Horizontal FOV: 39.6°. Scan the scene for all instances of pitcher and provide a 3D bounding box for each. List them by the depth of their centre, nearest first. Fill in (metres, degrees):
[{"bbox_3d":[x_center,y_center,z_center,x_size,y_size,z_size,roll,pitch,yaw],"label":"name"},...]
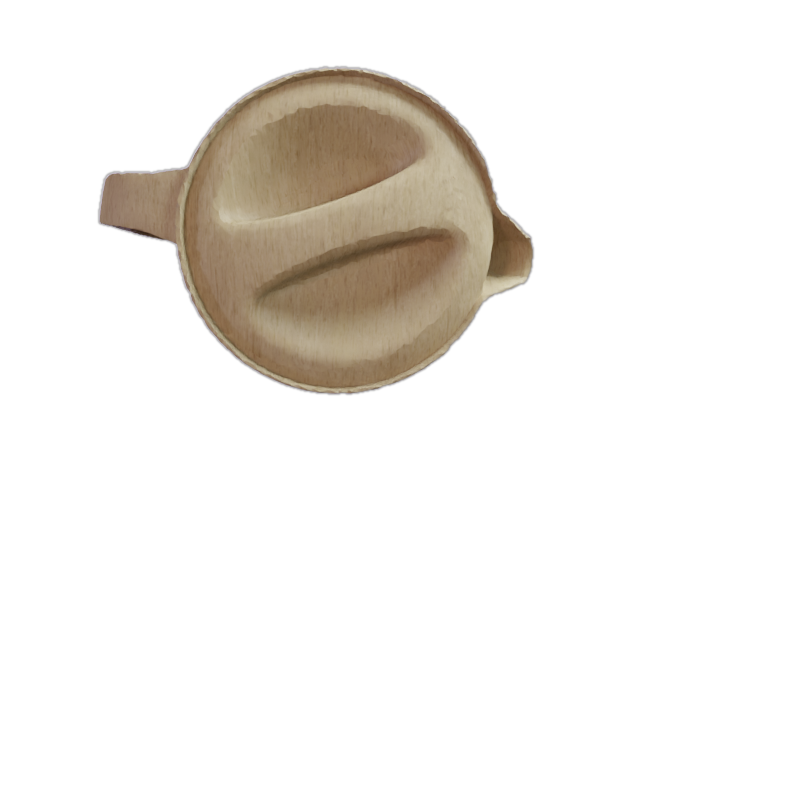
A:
[{"bbox_3d":[-0.044,-0.080,0.563,0.145,0.149,0.243,-38,4,-1],"label":"pitcher"}]
